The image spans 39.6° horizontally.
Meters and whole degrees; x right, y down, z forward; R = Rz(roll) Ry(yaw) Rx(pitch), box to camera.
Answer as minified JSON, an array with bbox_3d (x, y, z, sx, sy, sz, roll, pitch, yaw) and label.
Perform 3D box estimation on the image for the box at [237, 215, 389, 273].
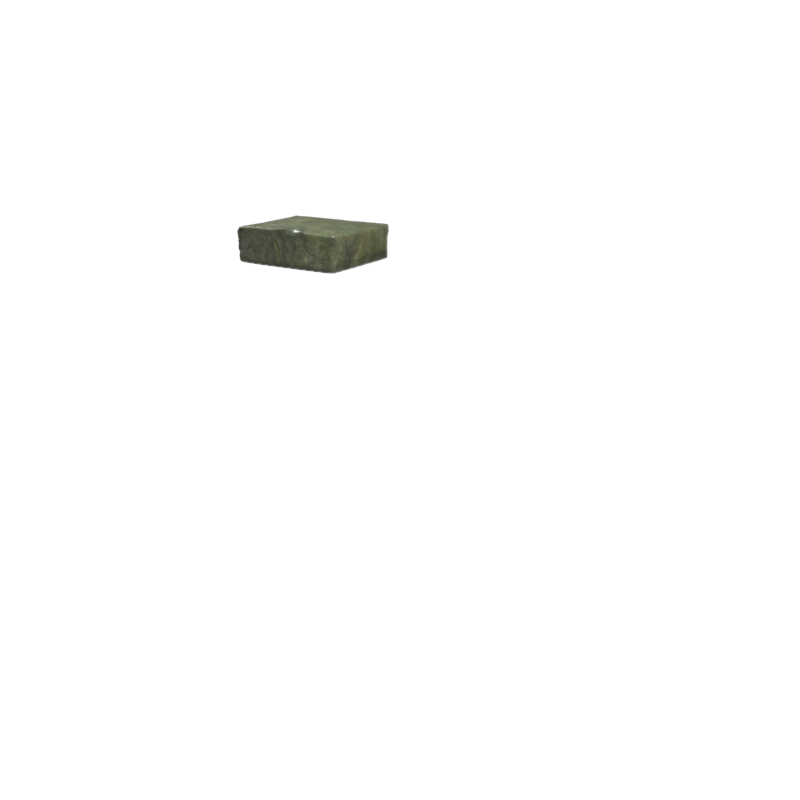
[{"bbox_3d":[-0.065,-0.118,0.827,0.093,0.029,0.072,11,19,32],"label":"box"}]
